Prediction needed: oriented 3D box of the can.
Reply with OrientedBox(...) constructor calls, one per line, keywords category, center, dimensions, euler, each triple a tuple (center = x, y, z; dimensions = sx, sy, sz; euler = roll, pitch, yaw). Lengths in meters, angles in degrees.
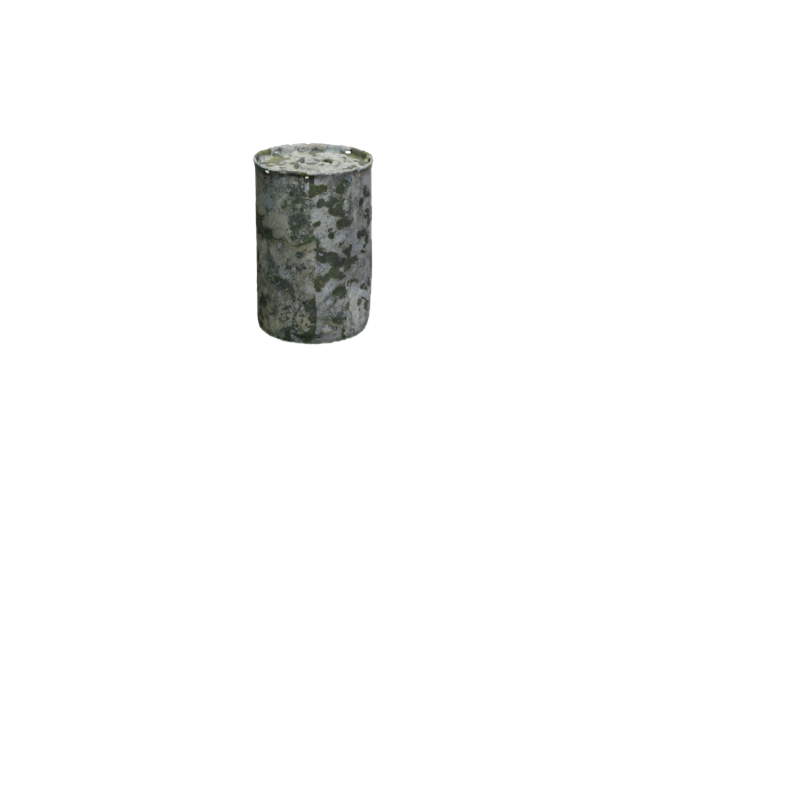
OrientedBox(category="can", center=(-0.050, -0.092, 0.644), dimensions=(0.068, 0.098, 0.072), euler=(0, 22, -2))
